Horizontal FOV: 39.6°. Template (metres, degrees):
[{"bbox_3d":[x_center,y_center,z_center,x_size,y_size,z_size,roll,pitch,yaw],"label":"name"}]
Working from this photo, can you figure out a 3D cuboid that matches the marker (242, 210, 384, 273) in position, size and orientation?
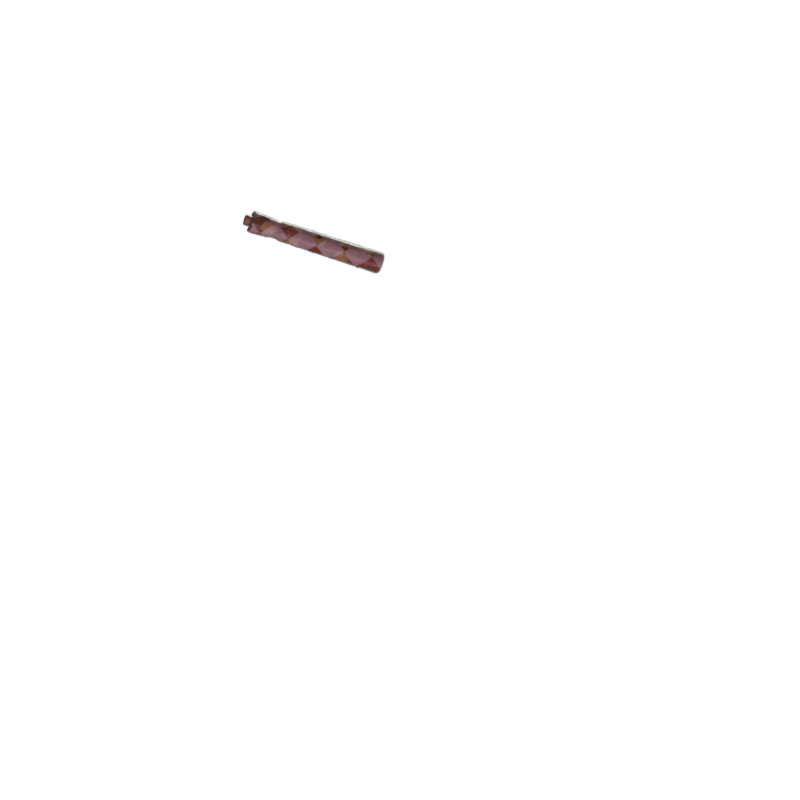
[{"bbox_3d":[-0.071,-0.130,0.911,0.118,0.020,0.020,16,-1,-14],"label":"marker"}]
